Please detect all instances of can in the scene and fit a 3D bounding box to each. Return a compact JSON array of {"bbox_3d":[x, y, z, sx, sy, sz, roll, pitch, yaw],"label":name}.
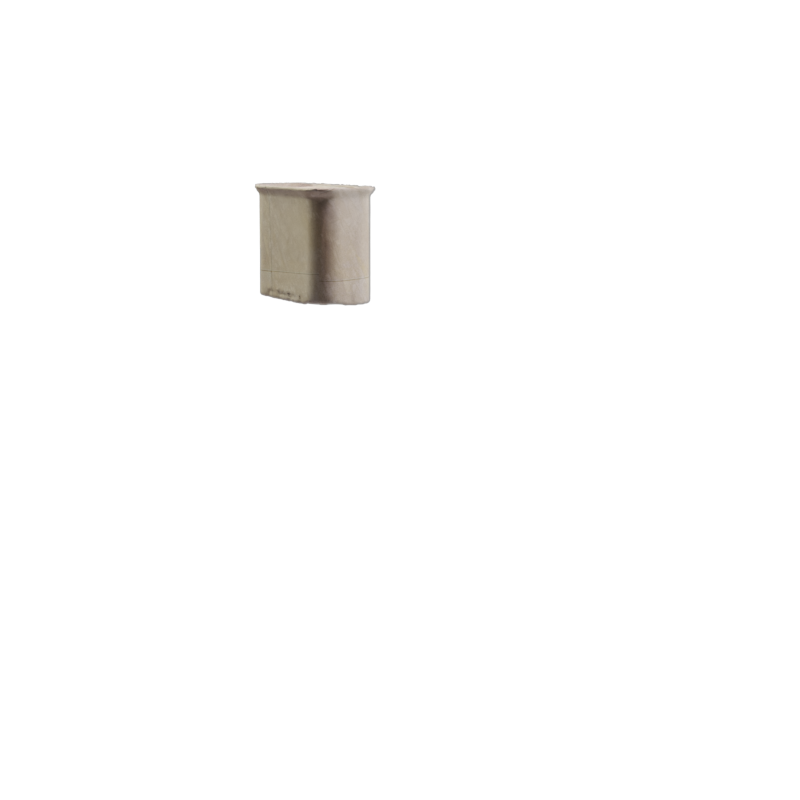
[{"bbox_3d":[-0.064,-0.116,0.813,0.056,0.082,0.107,-5,11,-34],"label":"can"}]
